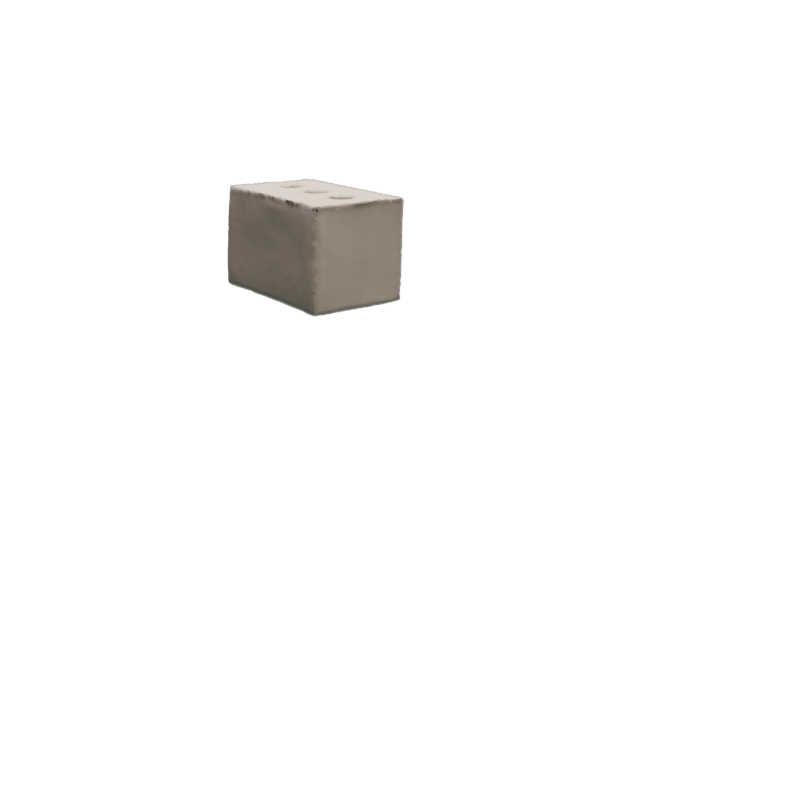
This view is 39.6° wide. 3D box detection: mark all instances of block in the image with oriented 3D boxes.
[{"bbox_3d":[-0.042,-0.077,0.537,0.051,0.050,0.083,-11,20,-36],"label":"block"}]
